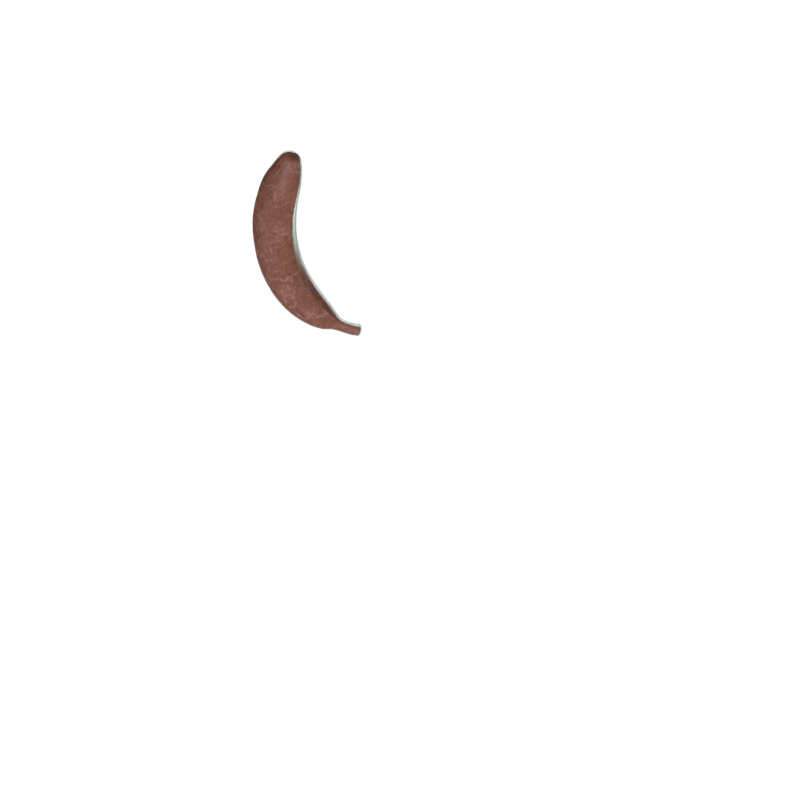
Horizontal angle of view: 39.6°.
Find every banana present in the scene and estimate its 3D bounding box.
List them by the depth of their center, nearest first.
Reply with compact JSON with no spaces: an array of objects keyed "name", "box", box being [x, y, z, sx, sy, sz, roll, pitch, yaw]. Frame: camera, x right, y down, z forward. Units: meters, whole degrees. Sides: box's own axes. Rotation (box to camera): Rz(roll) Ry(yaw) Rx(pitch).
[{"name":"banana","box":[-0.092,-0.130,0.960,0.070,0.183,0.039,-13,38,10]}]
